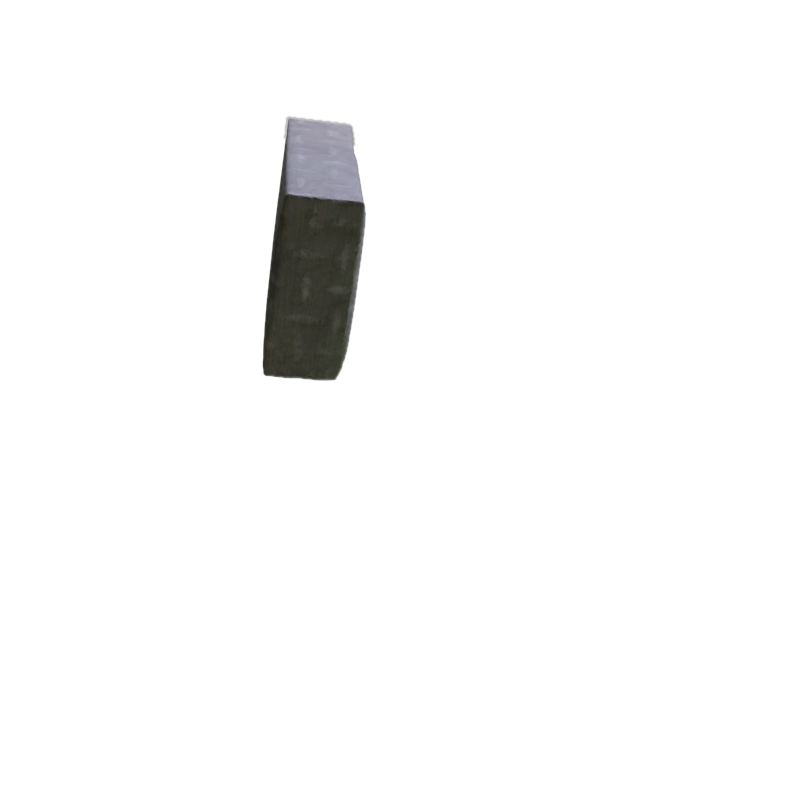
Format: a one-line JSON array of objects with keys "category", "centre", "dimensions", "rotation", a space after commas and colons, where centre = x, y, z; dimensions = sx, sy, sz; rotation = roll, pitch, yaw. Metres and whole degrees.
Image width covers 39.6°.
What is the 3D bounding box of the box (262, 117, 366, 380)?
[{"category": "box", "centre": [-0.077, -0.140, 0.981], "dimensions": [0.071, 0.156, 0.226], "rotation": [6, 27, -7]}]
